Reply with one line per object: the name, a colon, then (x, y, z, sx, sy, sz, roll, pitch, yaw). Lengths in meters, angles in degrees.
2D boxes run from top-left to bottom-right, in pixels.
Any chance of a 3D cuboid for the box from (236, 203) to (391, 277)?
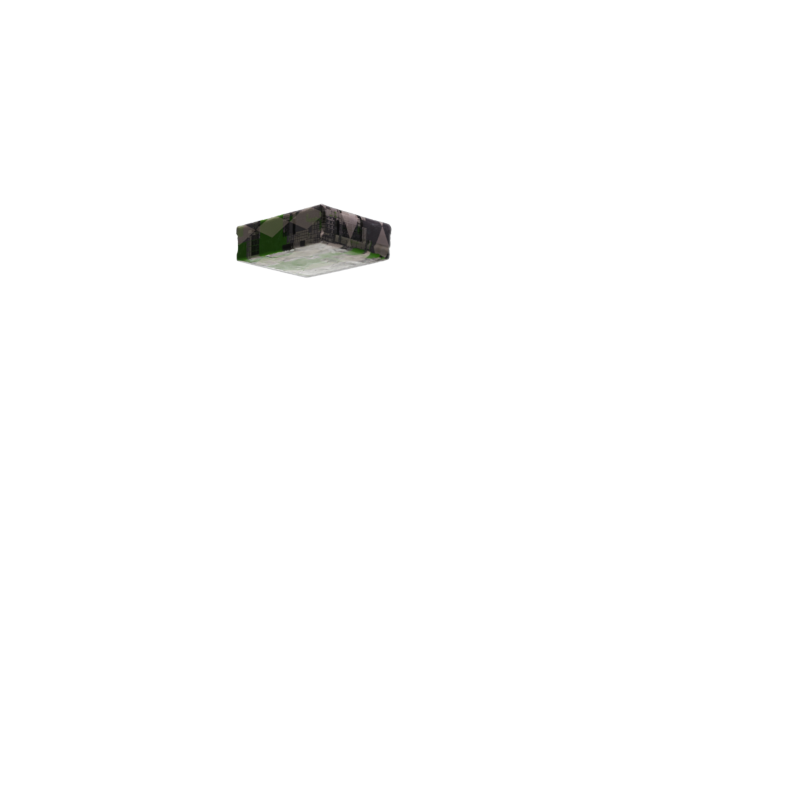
box: (-0.063, -0.114, 0.800, 0.091, 0.031, 0.069, -7, -11, 42)
